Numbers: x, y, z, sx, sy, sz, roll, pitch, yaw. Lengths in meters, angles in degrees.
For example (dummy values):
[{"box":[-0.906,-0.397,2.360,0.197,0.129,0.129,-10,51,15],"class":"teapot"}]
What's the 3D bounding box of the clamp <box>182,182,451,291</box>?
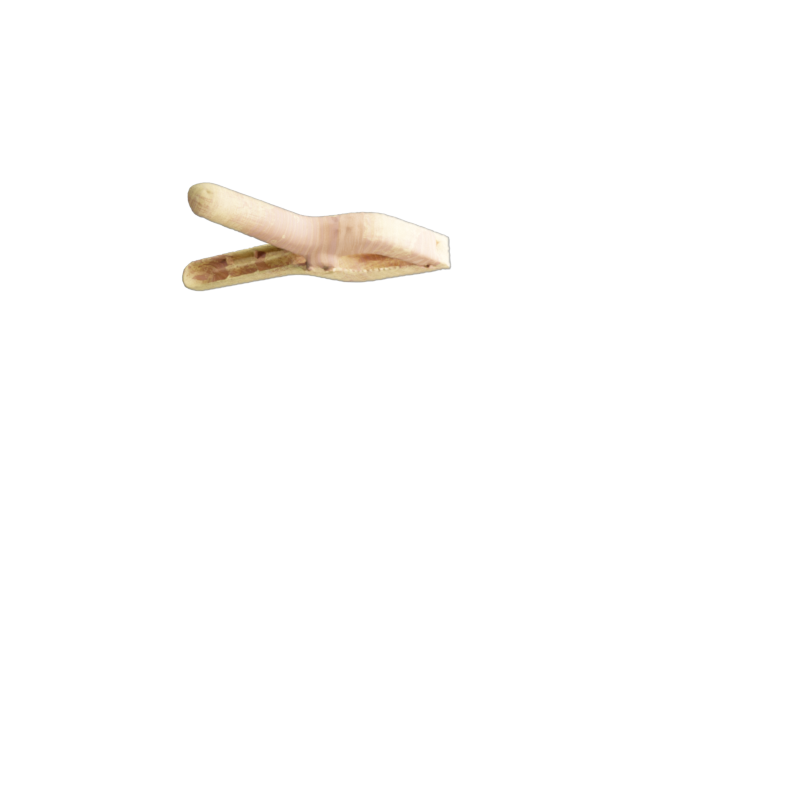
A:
[{"box":[-0.065,-0.118,0.828,0.209,0.038,0.158,1,-15,-2],"class":"clamp"}]
